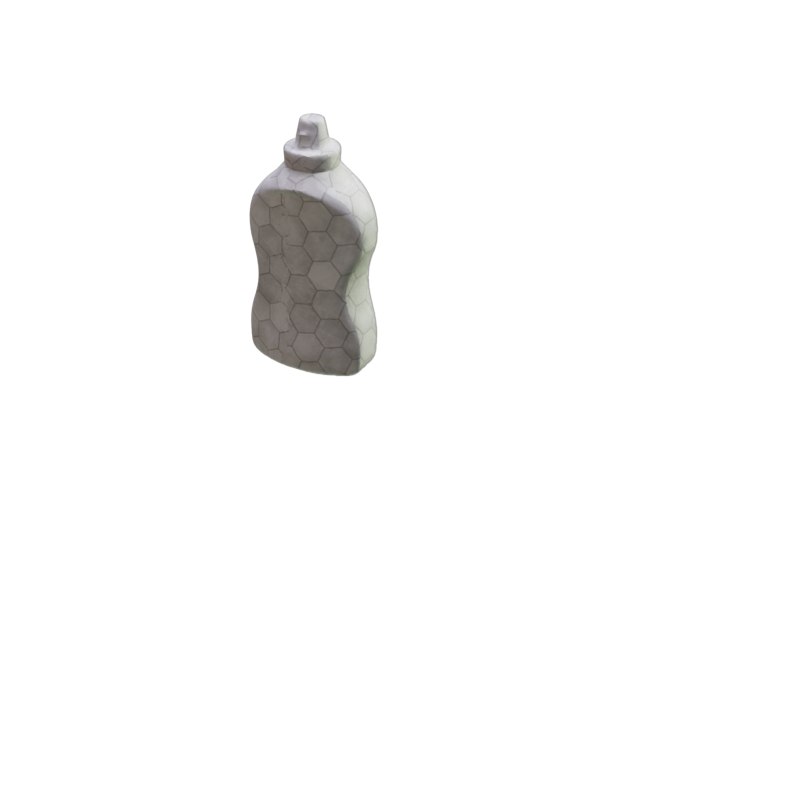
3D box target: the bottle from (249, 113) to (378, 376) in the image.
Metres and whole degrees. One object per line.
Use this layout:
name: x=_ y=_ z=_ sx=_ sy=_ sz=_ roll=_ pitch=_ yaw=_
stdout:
bottle: x=-0.063 y=-0.115 z=0.808 sx=0.100 sy=0.181 sz=0.059 roll=17 pitch=30 yaw=26
